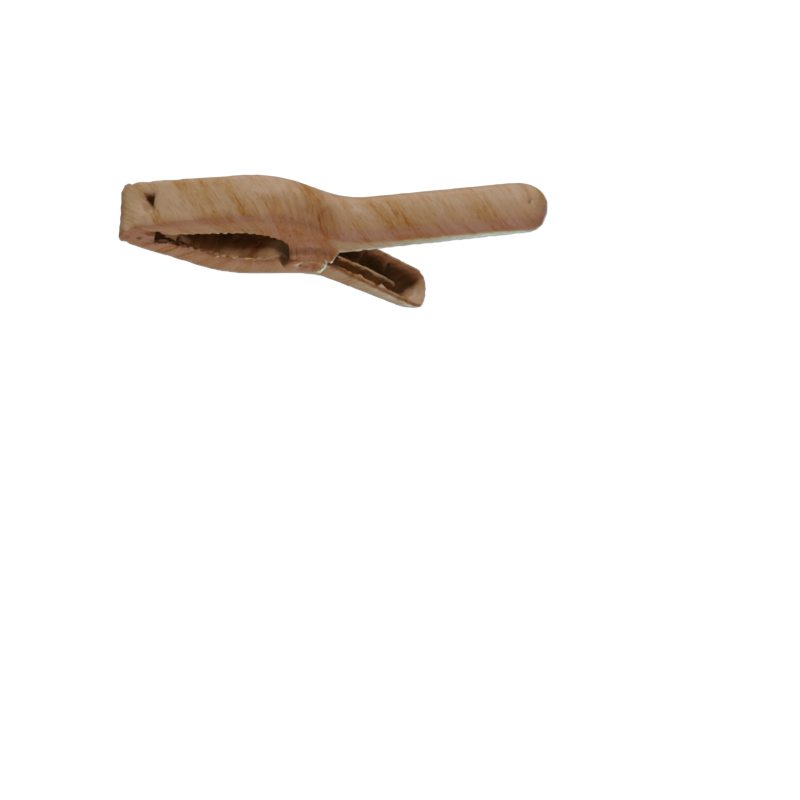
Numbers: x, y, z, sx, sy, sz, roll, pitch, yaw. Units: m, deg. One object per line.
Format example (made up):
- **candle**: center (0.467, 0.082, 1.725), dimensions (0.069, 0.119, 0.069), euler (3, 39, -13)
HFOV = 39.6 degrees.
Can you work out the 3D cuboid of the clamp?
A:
- **clamp**: center (-0.047, -0.086, 0.606), dimensions (0.206, 0.038, 0.161), euler (3, -14, -13)
